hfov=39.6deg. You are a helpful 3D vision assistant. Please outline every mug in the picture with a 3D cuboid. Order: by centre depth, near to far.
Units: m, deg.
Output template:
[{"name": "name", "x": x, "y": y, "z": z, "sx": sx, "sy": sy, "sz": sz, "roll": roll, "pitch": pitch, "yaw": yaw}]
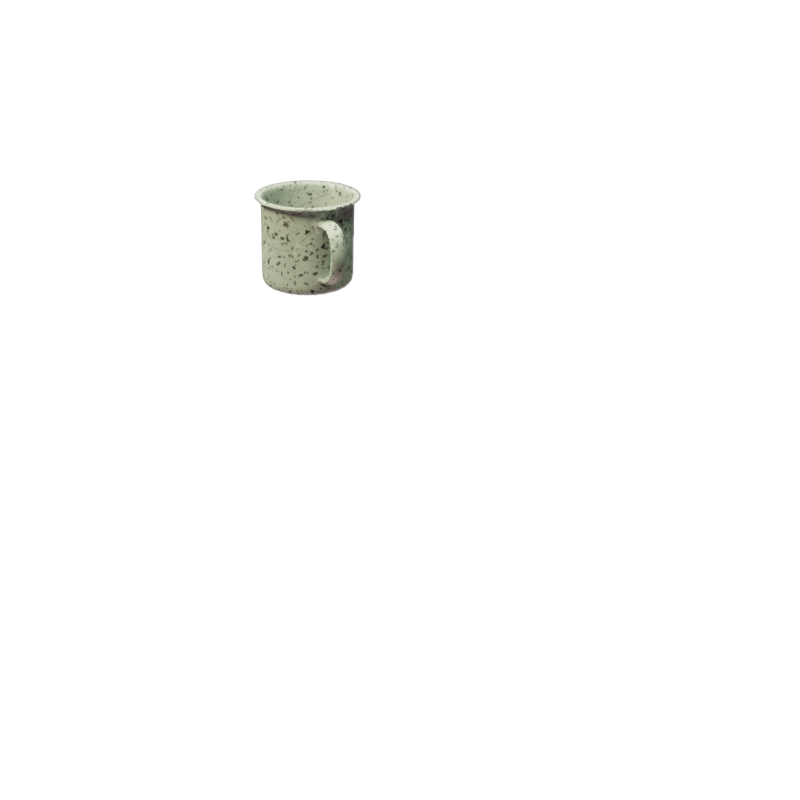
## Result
[{"name": "mug", "x": -0.076, "y": -0.138, "z": 0.970, "sx": 0.091, "sy": 0.078, "sz": 0.125, "roll": -11, "pitch": 26, "yaw": -26}]
